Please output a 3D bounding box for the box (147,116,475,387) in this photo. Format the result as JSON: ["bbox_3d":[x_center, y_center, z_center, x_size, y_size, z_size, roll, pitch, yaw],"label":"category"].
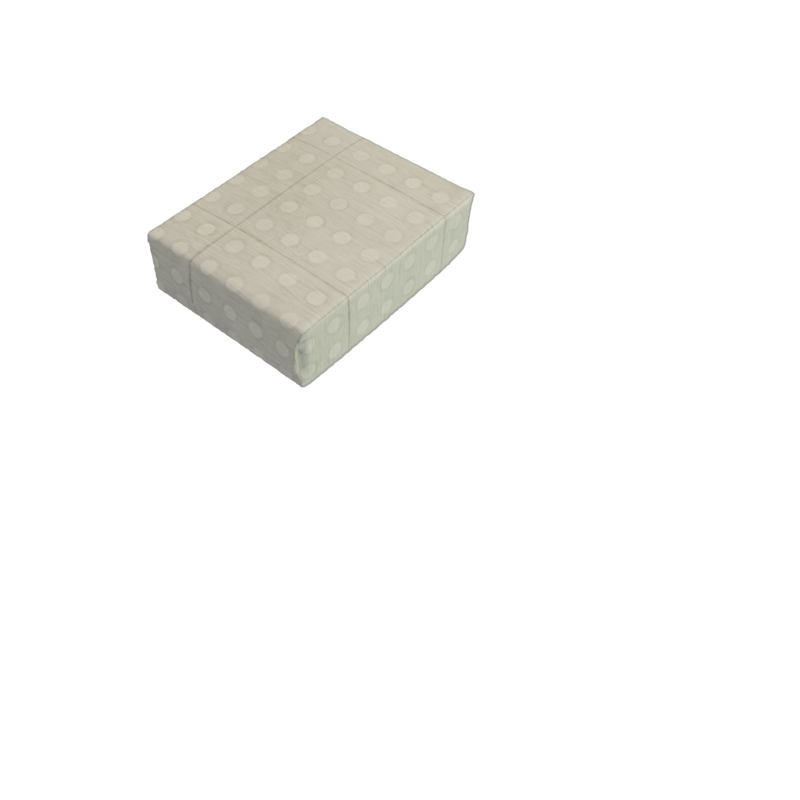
[{"bbox_3d":[-0.037,-0.068,0.478,0.095,0.036,0.115,31,53,27],"label":"box"}]
